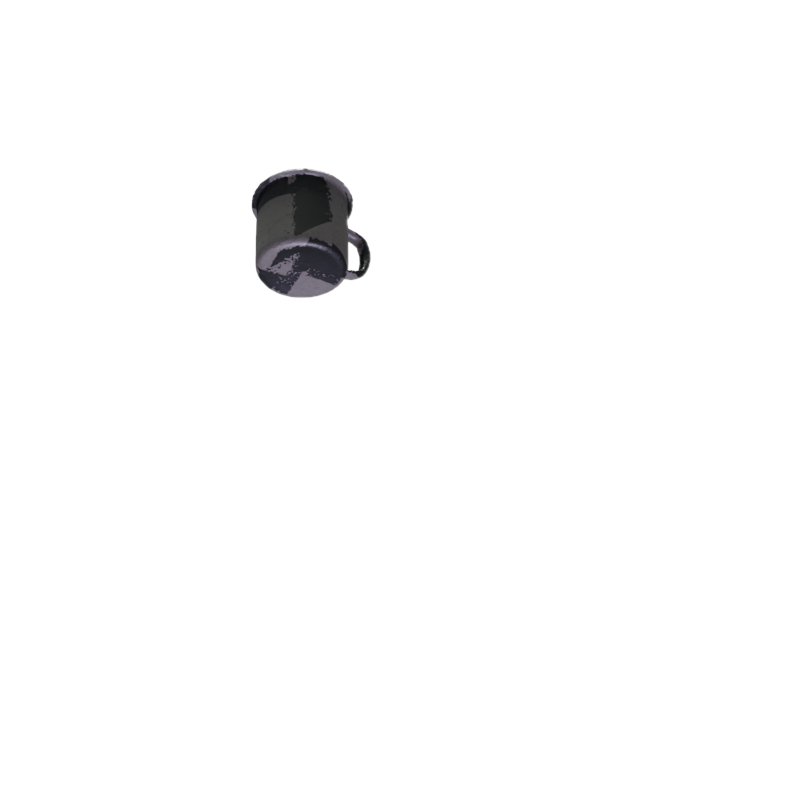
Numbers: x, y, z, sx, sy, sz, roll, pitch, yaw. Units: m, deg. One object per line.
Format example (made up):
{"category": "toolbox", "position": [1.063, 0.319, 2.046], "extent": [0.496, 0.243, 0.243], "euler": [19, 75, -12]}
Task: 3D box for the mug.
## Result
{"category": "mug", "position": [-0.078, -0.142, 0.993], "extent": [0.111, 0.087, 0.091], "euler": [22, -43, -28]}
